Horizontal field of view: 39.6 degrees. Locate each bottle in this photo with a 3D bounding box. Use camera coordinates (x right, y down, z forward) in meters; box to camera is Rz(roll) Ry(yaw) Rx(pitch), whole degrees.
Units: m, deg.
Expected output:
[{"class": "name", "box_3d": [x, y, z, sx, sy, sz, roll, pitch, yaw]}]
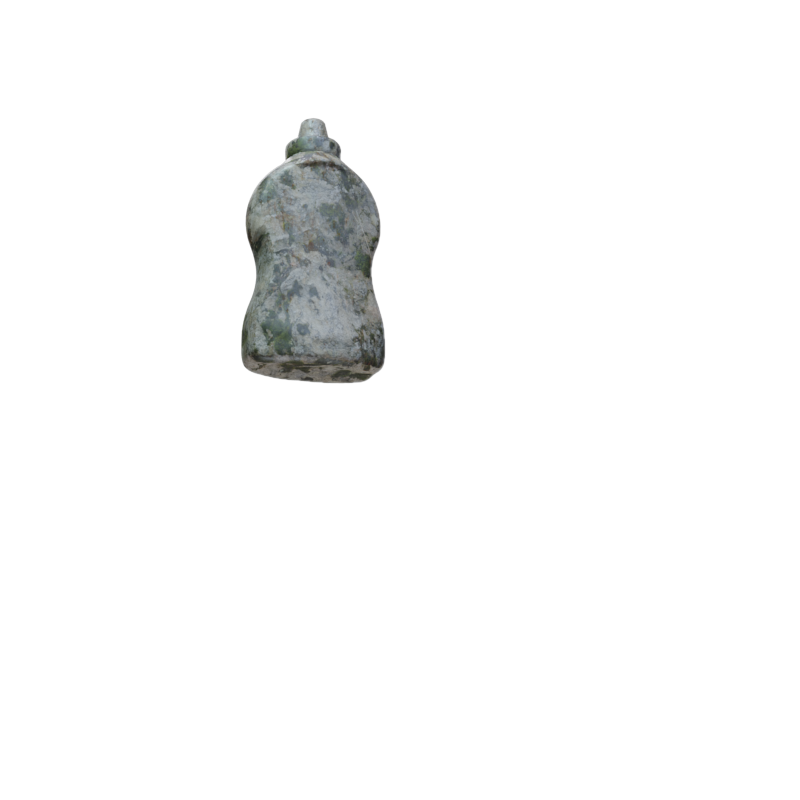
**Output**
[{"class": "bottle", "box_3d": [-0.061, -0.111, 0.782, 0.094, 0.201, 0.057, 5, -22, -17]}]
